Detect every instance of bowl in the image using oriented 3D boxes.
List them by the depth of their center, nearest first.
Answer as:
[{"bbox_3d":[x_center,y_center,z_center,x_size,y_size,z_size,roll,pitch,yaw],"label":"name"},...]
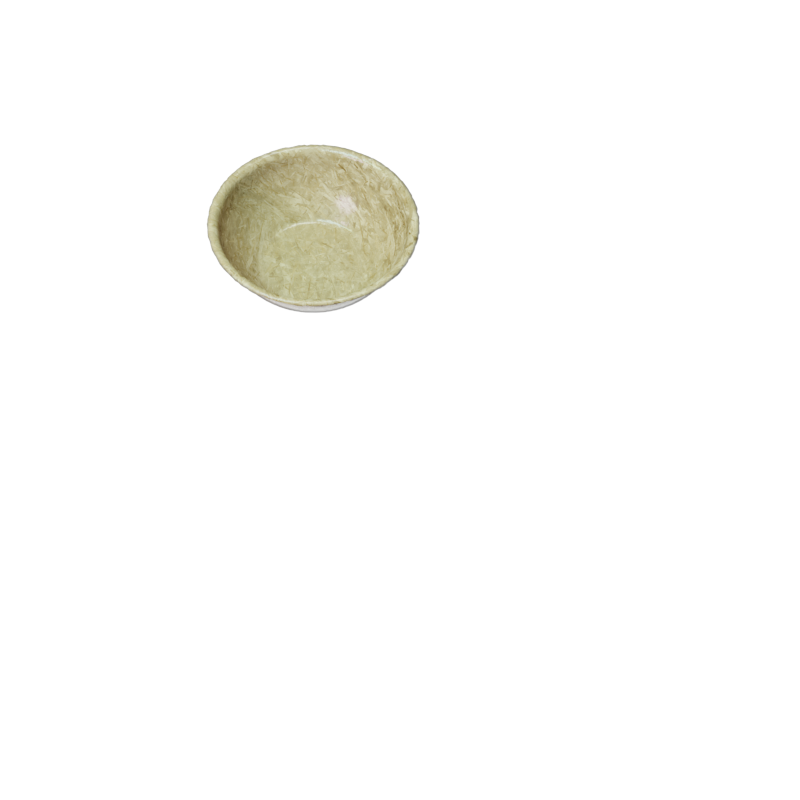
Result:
[{"bbox_3d":[-0.067,-0.123,0.862,0.162,0.174,0.051,-1,-37,-1],"label":"bowl"}]
